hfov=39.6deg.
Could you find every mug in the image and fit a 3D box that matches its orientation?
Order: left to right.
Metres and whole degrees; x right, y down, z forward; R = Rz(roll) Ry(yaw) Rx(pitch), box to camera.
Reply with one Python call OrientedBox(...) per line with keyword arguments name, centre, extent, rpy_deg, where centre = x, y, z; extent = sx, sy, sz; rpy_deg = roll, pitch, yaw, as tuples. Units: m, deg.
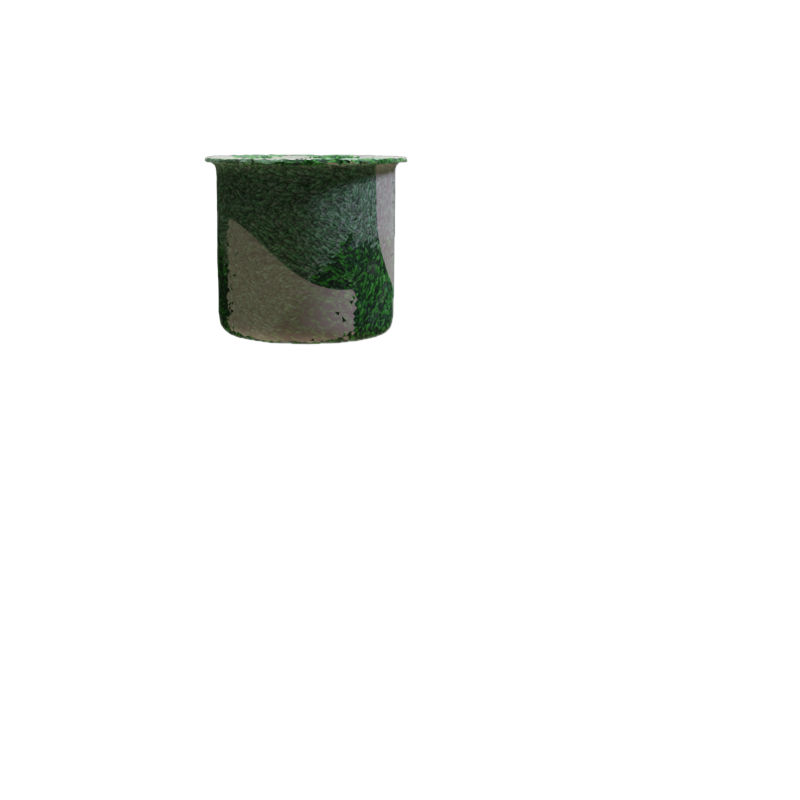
OrientedBox(name="mug", centre=(-0.041, -0.075, 0.525), extent=(0.095, 0.080, 0.117), rpy_deg=(3, 11, 13))
